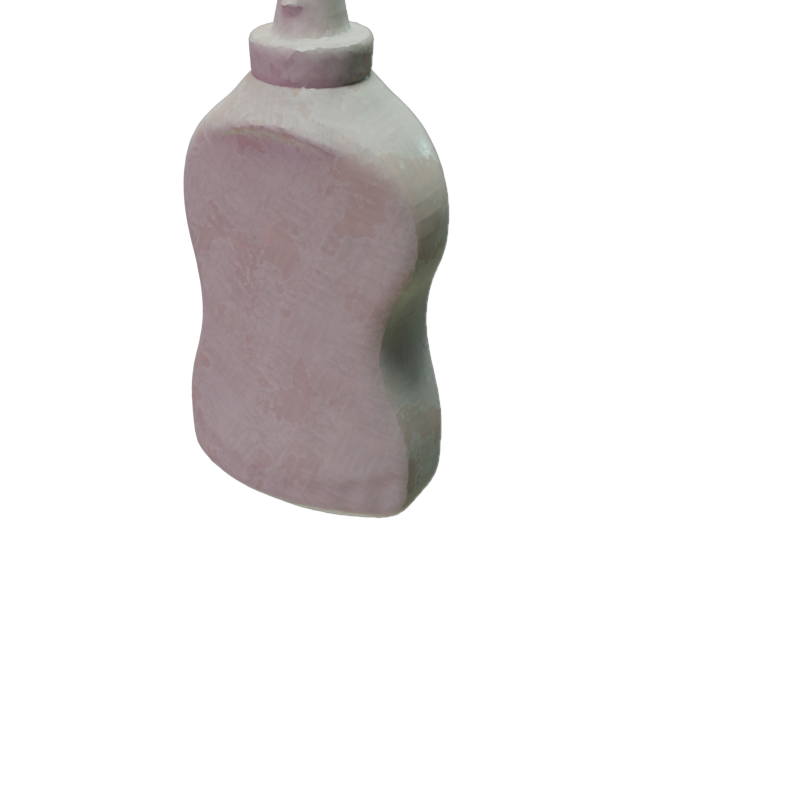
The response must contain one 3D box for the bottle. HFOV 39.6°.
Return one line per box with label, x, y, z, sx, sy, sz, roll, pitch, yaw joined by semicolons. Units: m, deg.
bottle;-0.031;-0.056;0.391;0.101;0.181;0.059;17;30;27
